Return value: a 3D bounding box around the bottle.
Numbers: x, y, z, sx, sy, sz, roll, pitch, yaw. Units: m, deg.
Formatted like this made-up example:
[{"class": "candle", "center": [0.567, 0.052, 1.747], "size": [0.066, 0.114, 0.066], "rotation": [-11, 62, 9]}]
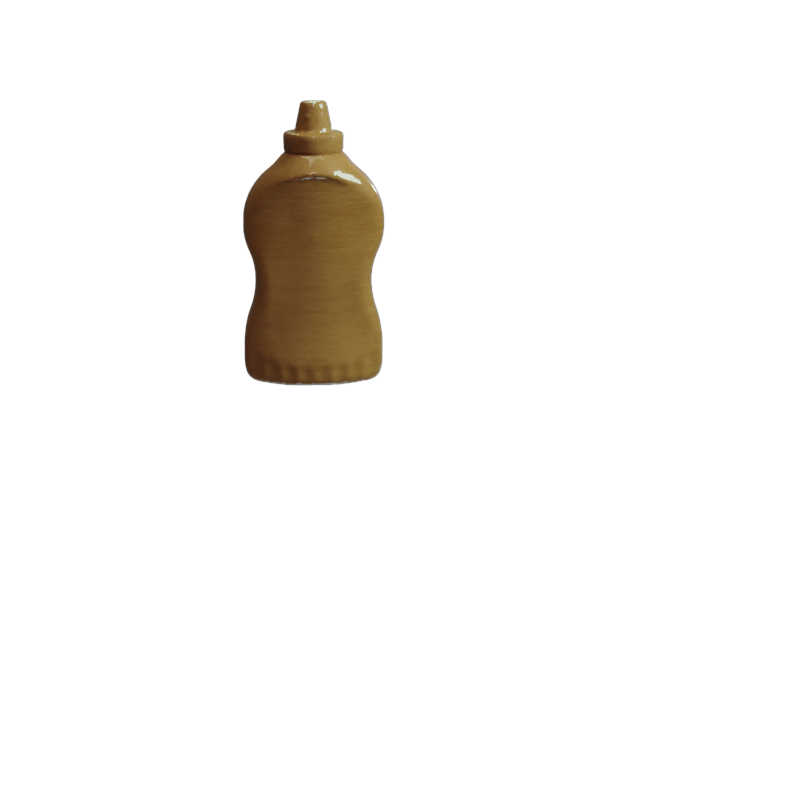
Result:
[{"class": "bottle", "center": [-0.059, -0.109, 0.759], "size": [0.096, 0.185, 0.060], "rotation": [0, 14, -2]}]
